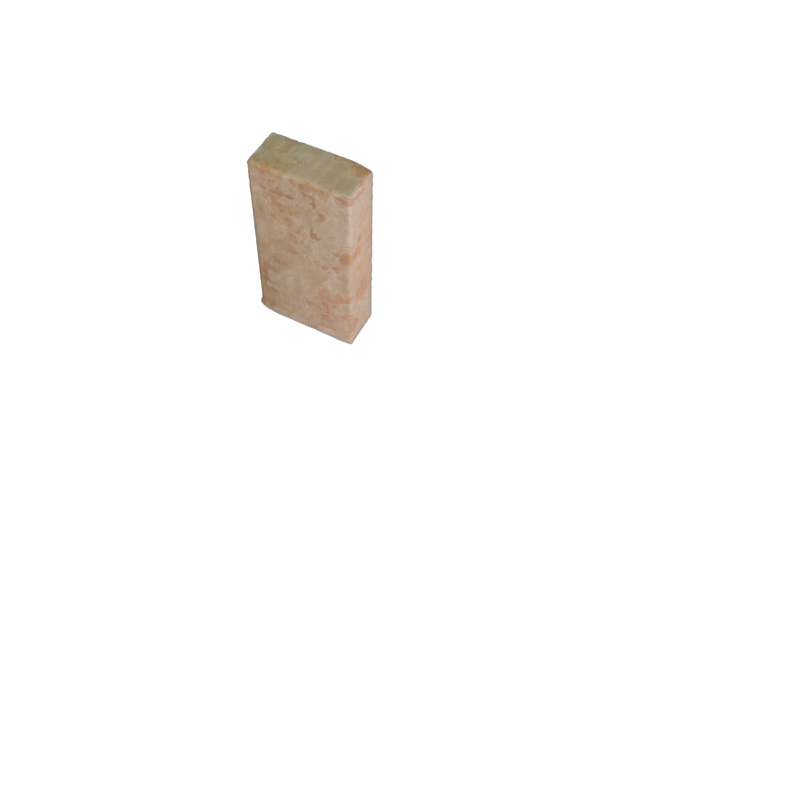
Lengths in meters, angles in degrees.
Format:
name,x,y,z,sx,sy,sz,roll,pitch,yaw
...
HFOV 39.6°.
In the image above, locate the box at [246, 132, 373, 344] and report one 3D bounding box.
name,x,y,z,sx,sy,sz,roll,pitch,yaw
box,-0.070,-0.129,0.900,0.097,0.049,0.164,25,-37,17
